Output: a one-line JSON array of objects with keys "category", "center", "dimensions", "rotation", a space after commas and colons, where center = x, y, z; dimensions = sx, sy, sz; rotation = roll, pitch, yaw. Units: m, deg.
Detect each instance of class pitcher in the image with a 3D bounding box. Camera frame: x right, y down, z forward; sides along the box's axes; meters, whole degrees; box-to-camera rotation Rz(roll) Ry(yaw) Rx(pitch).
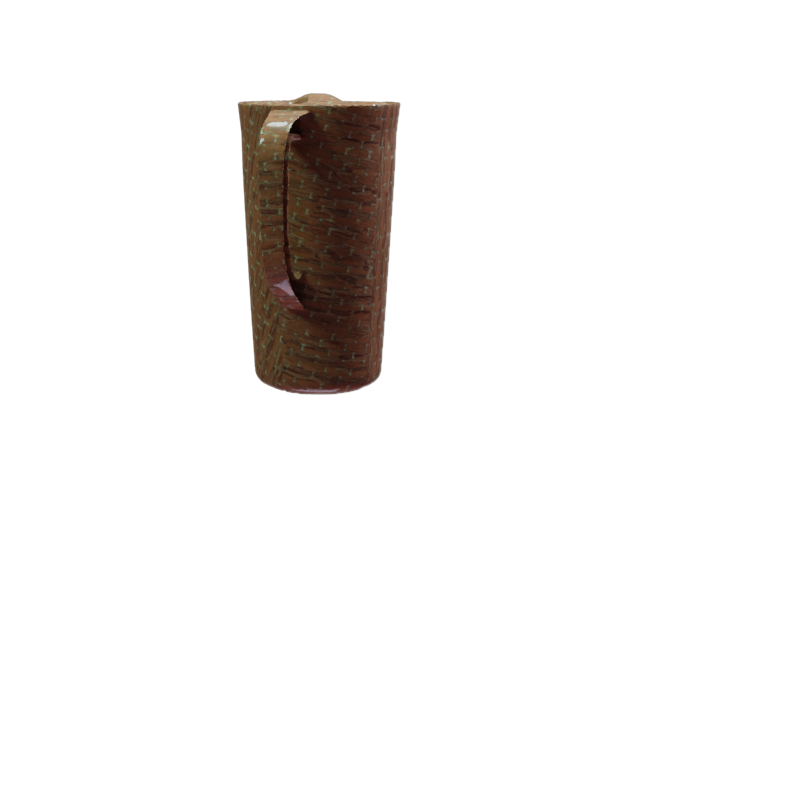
[{"category": "pitcher", "center": [-0.072, -0.131, 0.917], "dimensions": [0.145, 0.238, 0.152], "rotation": [-5, 12, -28]}]
